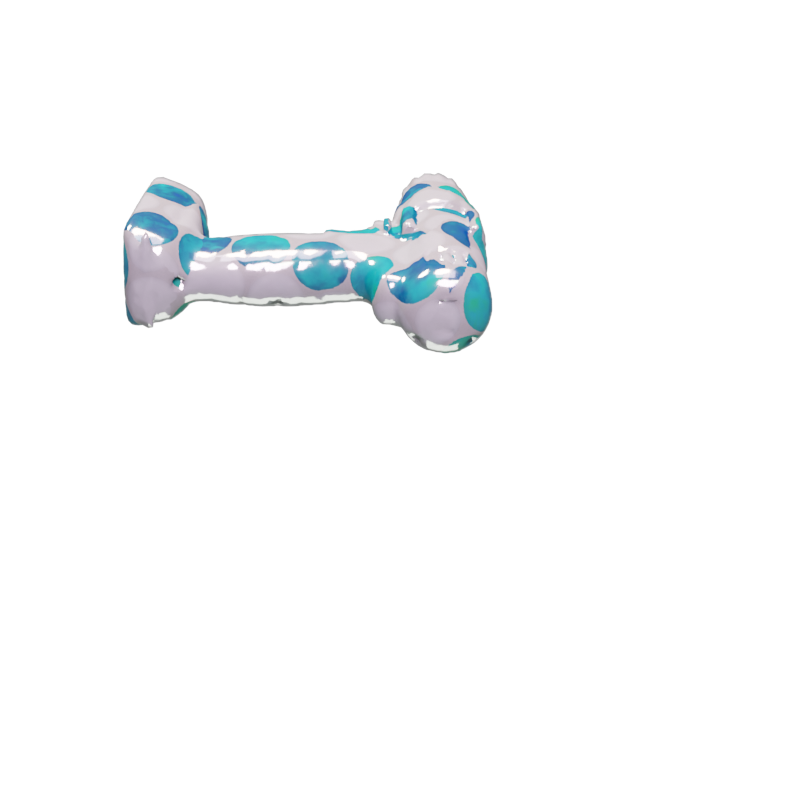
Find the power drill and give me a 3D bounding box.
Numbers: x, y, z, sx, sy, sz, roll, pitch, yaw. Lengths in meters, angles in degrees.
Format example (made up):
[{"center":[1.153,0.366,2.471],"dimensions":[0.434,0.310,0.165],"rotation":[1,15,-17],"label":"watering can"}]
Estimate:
[{"center":[-0.047,-0.086,0.601],"dimensions":[0.188,0.055,0.193],"rotation":[1,25,1],"label":"power drill"}]
